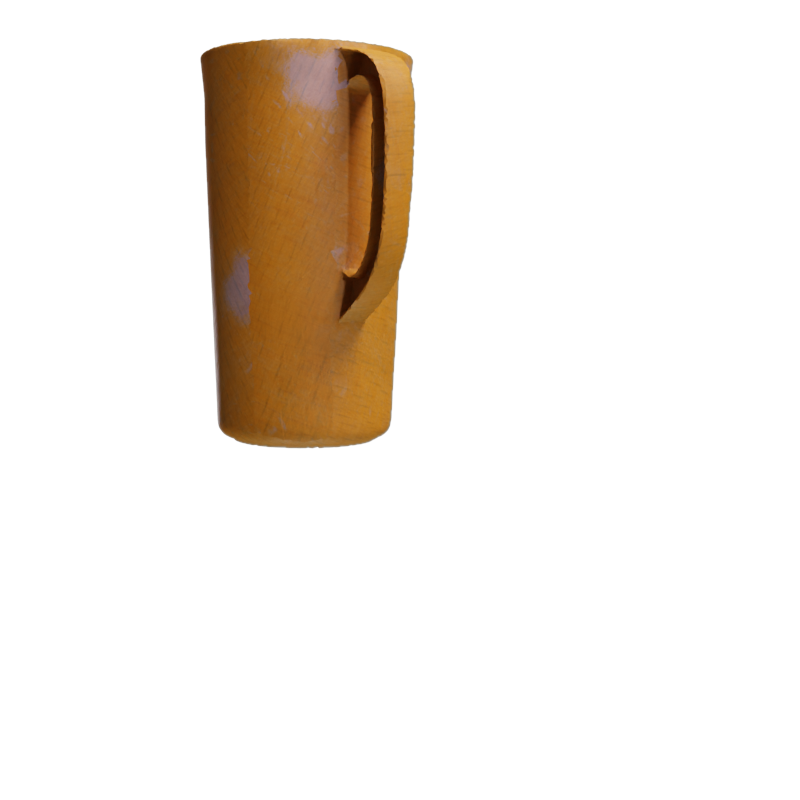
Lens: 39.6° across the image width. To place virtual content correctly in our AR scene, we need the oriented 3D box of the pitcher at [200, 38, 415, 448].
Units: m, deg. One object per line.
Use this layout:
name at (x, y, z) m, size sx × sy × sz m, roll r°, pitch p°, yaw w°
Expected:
pitcher at (-0.053, -0.097, 0.682) m, size 0.147 × 0.244 × 0.147 m, roll 0°, pitch 0°, yaw 12°
